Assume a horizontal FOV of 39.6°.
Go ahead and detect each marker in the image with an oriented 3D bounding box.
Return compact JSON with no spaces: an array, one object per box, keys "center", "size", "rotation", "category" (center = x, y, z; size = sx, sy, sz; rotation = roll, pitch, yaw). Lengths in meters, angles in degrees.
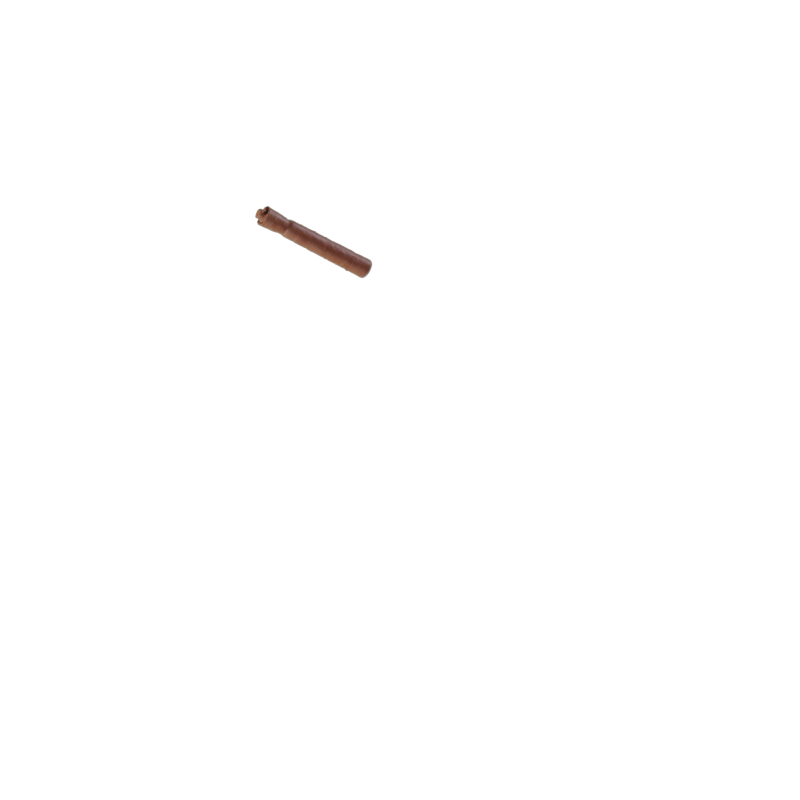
[{"center":[-0.078,-0.142,0.997],"size":[0.115,0.020,0.020],"rotation":[25,-9,-26],"category":"marker"}]
